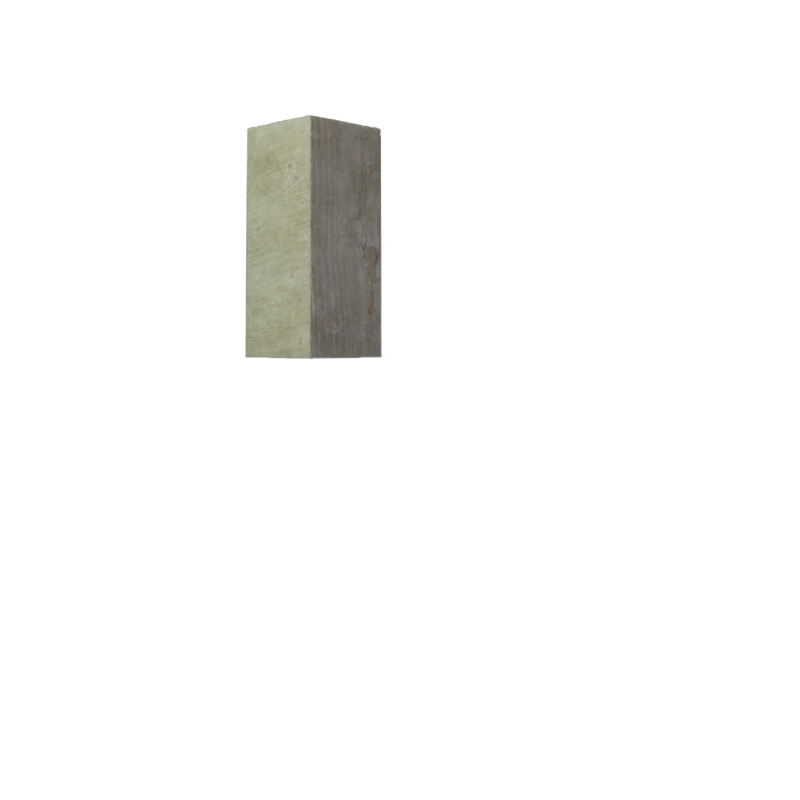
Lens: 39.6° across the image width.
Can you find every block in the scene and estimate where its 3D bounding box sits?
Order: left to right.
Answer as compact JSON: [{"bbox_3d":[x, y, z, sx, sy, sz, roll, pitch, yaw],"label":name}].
[{"bbox_3d":[-0.078,-0.141,0.991,0.093,0.208,0.087,-4,-5,45],"label":"block"}]
